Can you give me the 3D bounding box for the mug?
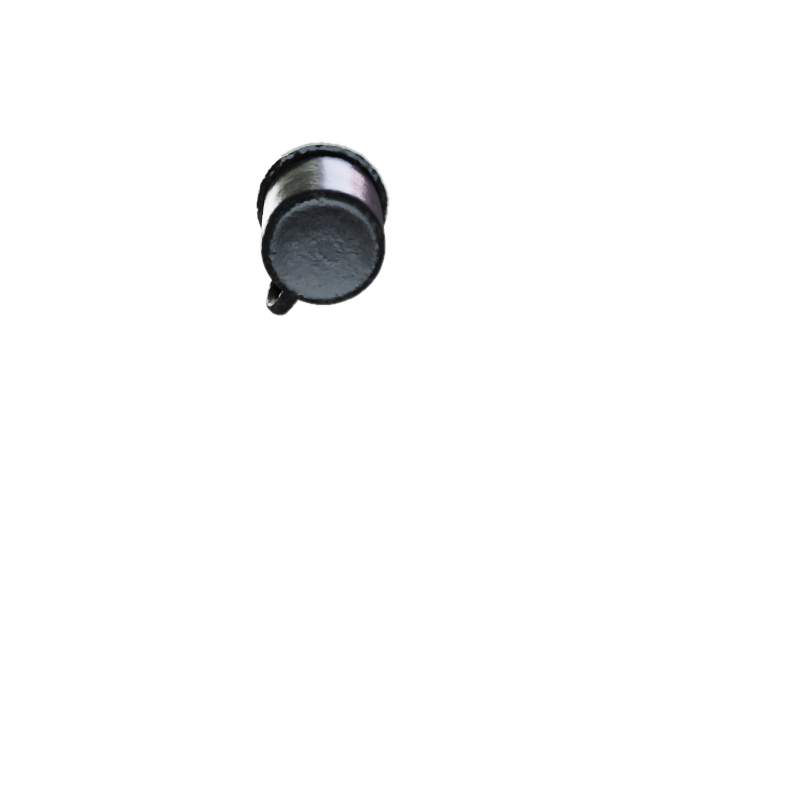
[{"bbox_3d":[-0.059,-0.107,0.751,0.090,0.114,0.086,30,22,-16],"label":"mug"}]
